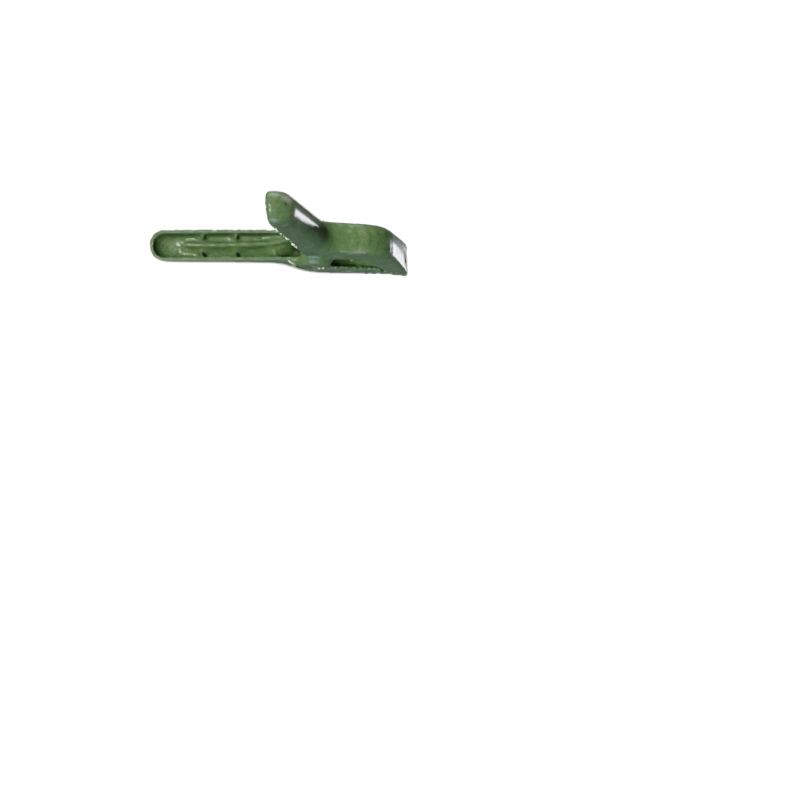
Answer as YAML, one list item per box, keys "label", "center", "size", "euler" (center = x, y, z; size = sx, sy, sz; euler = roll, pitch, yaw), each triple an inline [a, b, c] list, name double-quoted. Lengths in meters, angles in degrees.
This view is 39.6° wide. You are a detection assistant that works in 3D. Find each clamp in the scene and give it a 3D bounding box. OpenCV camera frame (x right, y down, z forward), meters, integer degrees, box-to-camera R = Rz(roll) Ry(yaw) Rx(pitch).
- label: "clamp"
  center: [-0.068, -0.123, 0.865]
  size: [0.201, 0.037, 0.168]
  euler: [3, -6, -34]
